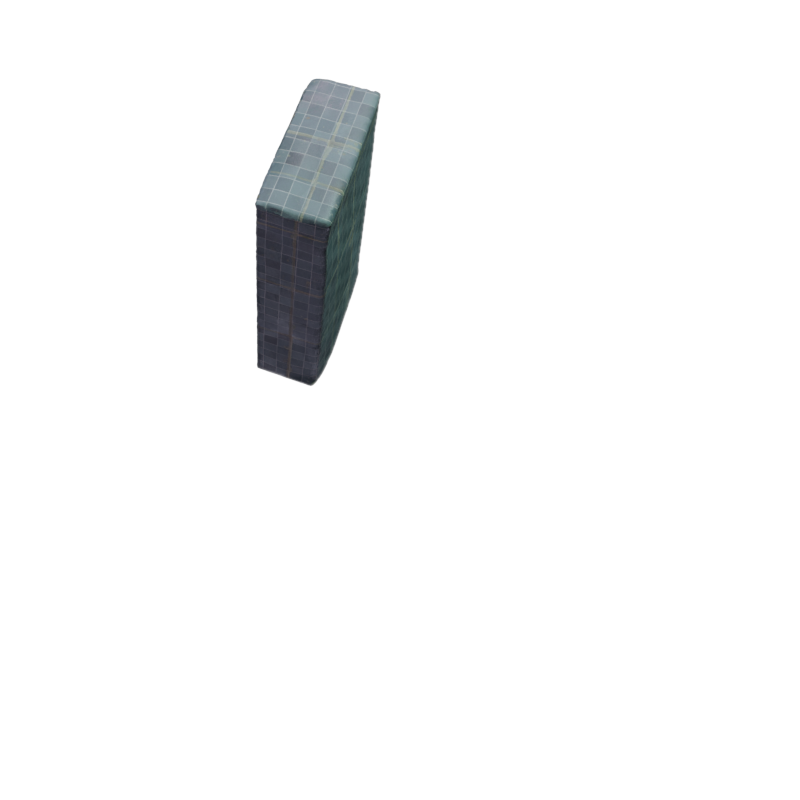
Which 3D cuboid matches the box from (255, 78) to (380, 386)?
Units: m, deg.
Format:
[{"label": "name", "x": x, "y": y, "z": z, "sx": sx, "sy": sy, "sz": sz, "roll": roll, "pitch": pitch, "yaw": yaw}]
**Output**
[{"label": "box", "x": -0.049, "y": -0.090, "z": 0.629, "sx": 0.049, "sy": 0.098, "sz": 0.165, "roll": 15, "pitch": -30, "yaw": 5}]
